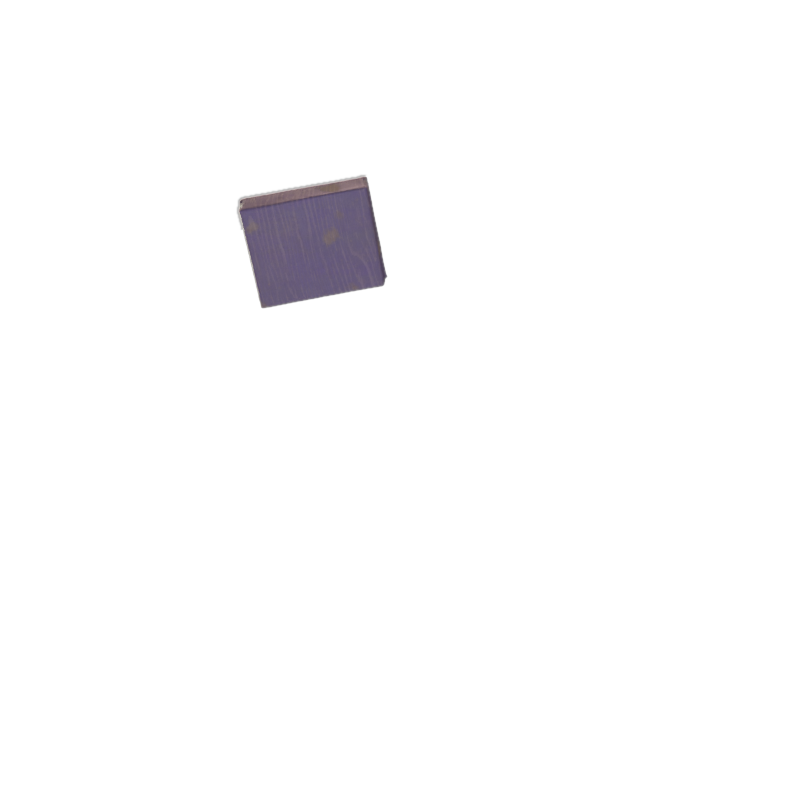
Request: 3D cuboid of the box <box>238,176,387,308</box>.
[{"bbox_3d":[-0.059,-0.108,0.753,0.089,0.069,0.032,-10,22,4],"label":"box"}]
